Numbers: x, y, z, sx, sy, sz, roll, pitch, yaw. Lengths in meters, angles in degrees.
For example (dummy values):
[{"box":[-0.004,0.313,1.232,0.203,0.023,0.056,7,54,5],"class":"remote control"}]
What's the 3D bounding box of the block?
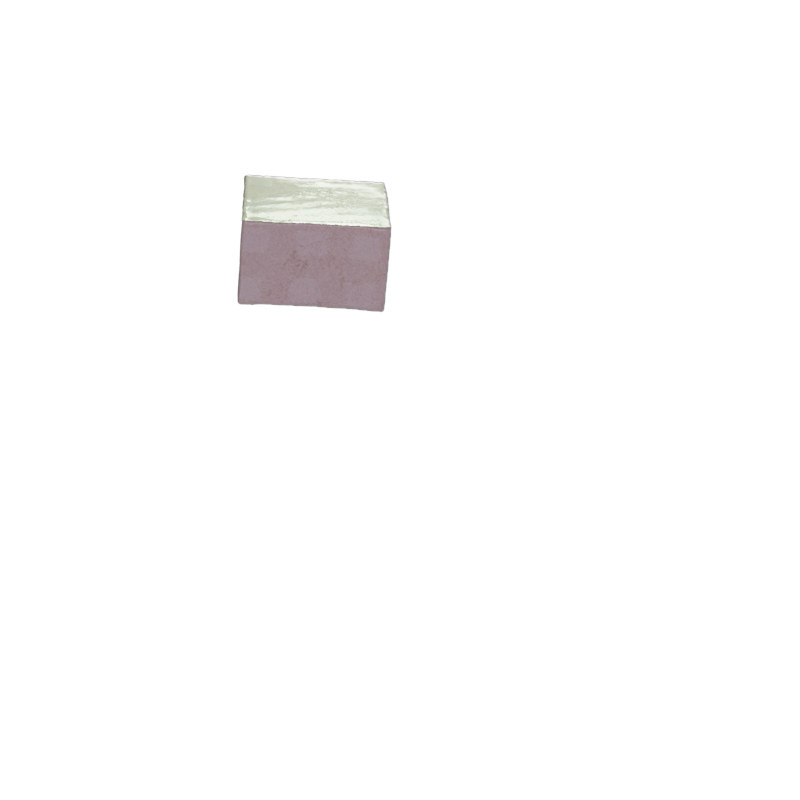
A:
[{"box":[-0.046,-0.083,0.584,0.078,0.050,0.055,4,35,-4],"class":"block"}]
